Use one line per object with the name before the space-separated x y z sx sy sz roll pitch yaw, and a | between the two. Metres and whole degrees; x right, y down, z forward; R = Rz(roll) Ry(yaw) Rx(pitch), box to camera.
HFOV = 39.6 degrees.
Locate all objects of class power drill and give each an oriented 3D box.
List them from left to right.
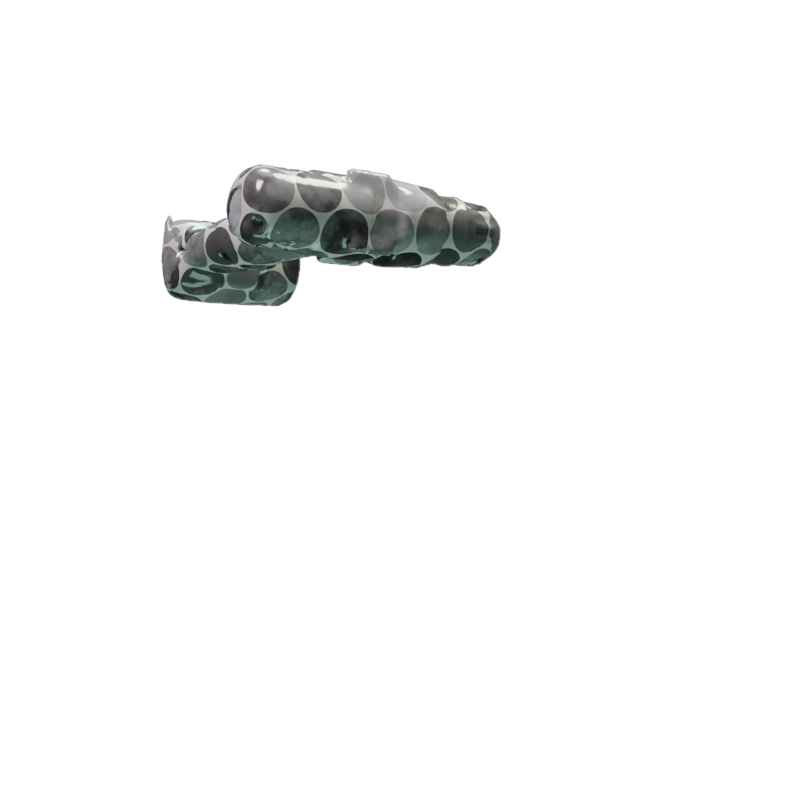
power drill | -0.056 -0.102 0.711 0.176 0.059 0.191 5 -9 -34
